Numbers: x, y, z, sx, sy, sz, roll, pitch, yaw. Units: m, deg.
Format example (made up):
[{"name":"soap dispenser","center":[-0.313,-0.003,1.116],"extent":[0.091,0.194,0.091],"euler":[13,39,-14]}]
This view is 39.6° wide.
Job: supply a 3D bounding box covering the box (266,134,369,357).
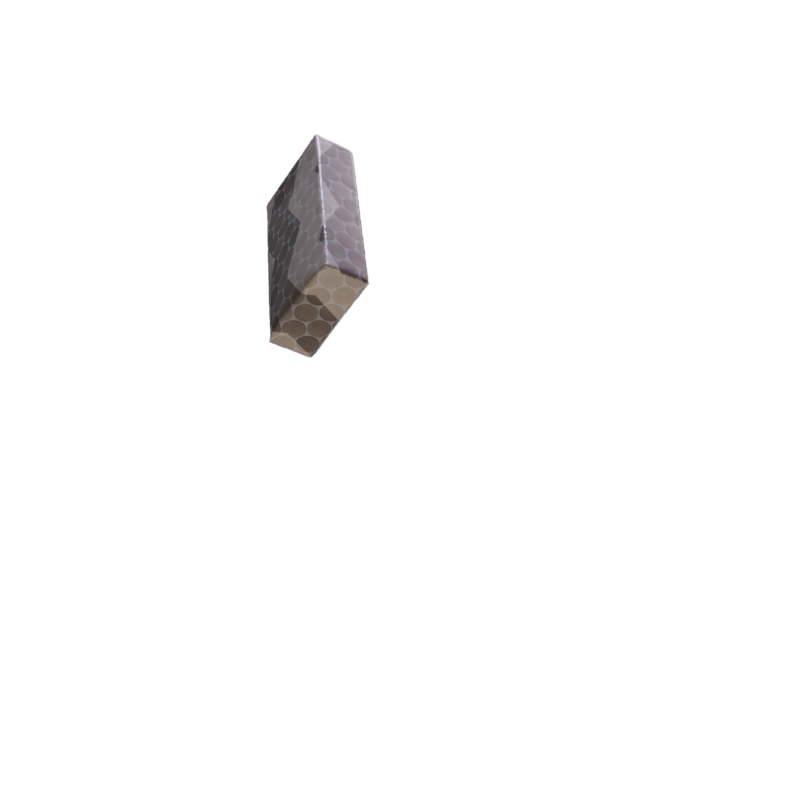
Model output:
[{"name":"box","center":[-0.071,-0.130,0.912],"extent":[0.046,0.189,0.091],"euler":[23,-53,-24]}]
